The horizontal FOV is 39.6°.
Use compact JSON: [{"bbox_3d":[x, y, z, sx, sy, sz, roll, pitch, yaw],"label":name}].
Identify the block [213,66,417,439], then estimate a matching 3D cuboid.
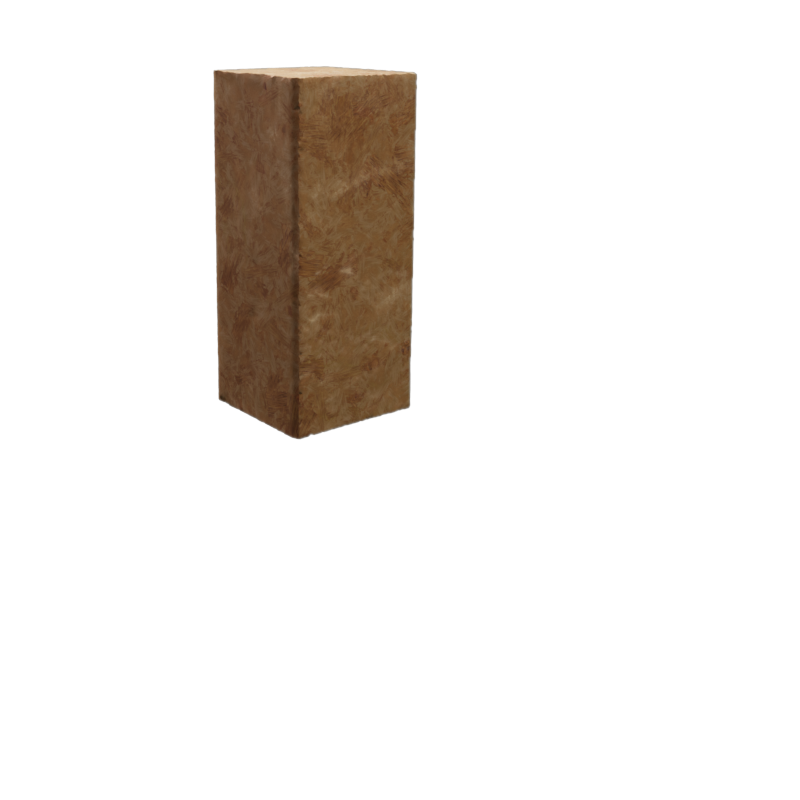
[{"bbox_3d":[-0.053,-0.096,0.674,0.088,0.200,0.095,-10,18,-39],"label":"block"}]
